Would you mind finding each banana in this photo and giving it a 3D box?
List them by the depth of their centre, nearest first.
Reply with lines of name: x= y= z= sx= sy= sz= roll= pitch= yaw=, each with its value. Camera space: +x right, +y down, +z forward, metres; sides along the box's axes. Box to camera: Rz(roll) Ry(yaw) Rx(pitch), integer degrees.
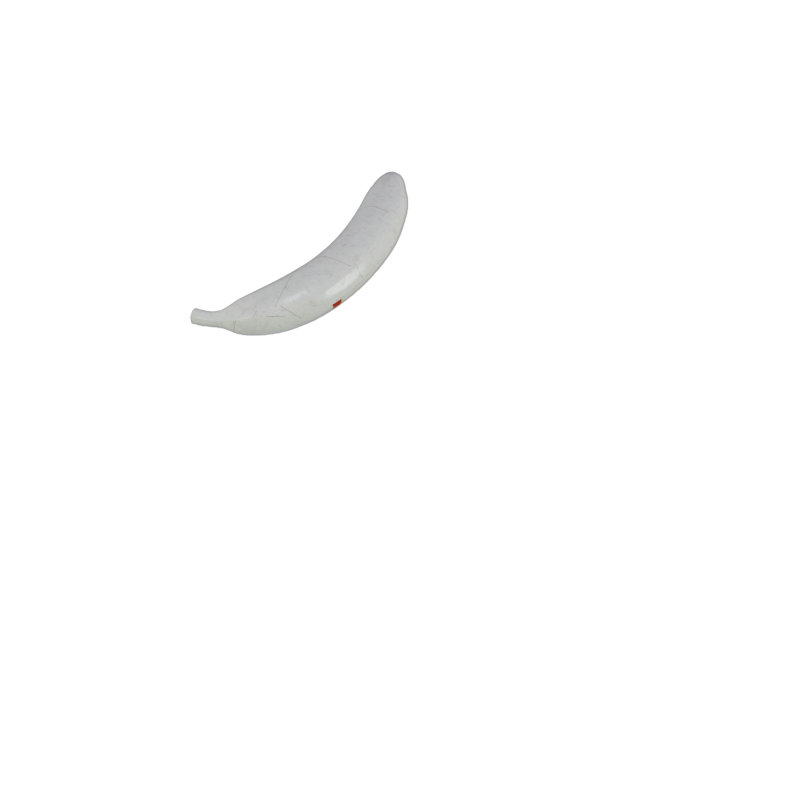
banana: x=-0.051 y=-0.098 z=0.771 sx=0.074 sy=0.034 sz=0.199 roll=38 pitch=60 yaw=26
